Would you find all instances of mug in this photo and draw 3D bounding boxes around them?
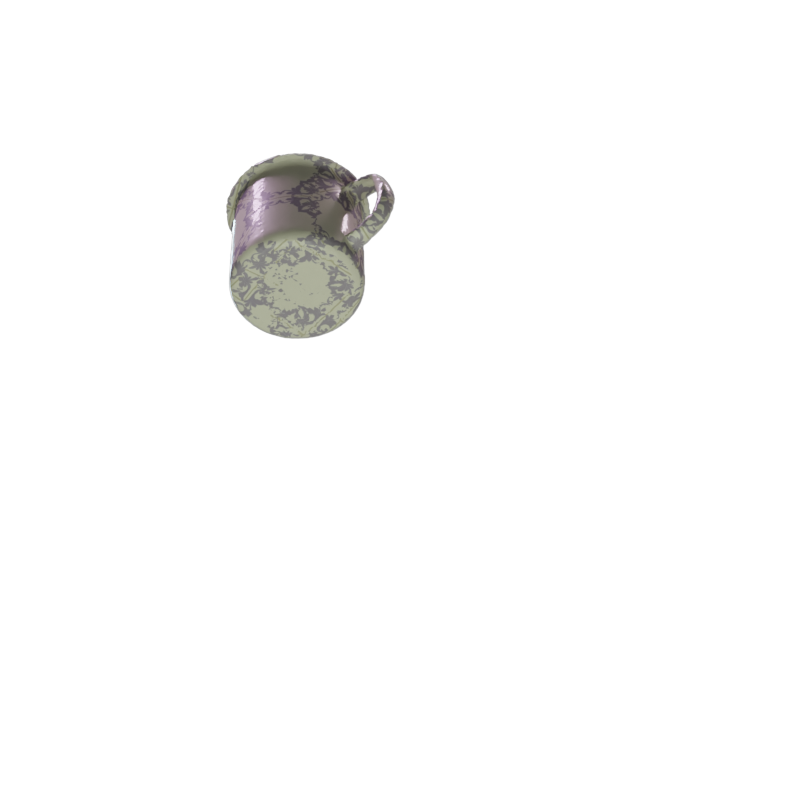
[{"bbox_3d":[-0.053,-0.097,0.682,0.117,0.087,0.087,-27,-53,20],"label":"mug"}]
